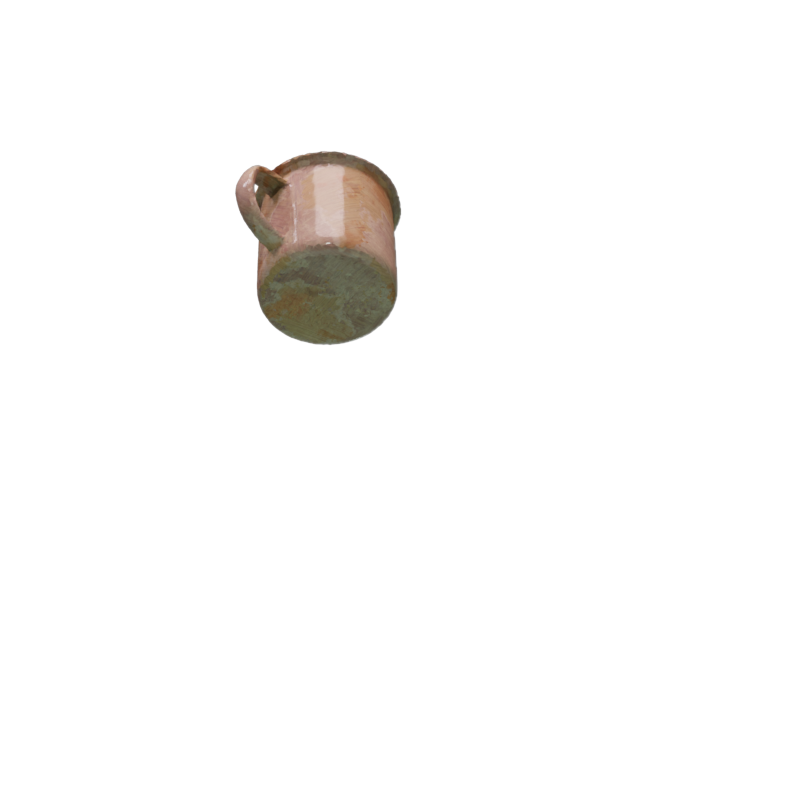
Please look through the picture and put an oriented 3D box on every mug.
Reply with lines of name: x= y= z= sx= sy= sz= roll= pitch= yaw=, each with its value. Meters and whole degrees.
mug: x=-0.051 y=-0.094 z=0.657 sx=0.093 sy=0.087 sz=0.109 roll=-32 pitch=-53 yaw=26
